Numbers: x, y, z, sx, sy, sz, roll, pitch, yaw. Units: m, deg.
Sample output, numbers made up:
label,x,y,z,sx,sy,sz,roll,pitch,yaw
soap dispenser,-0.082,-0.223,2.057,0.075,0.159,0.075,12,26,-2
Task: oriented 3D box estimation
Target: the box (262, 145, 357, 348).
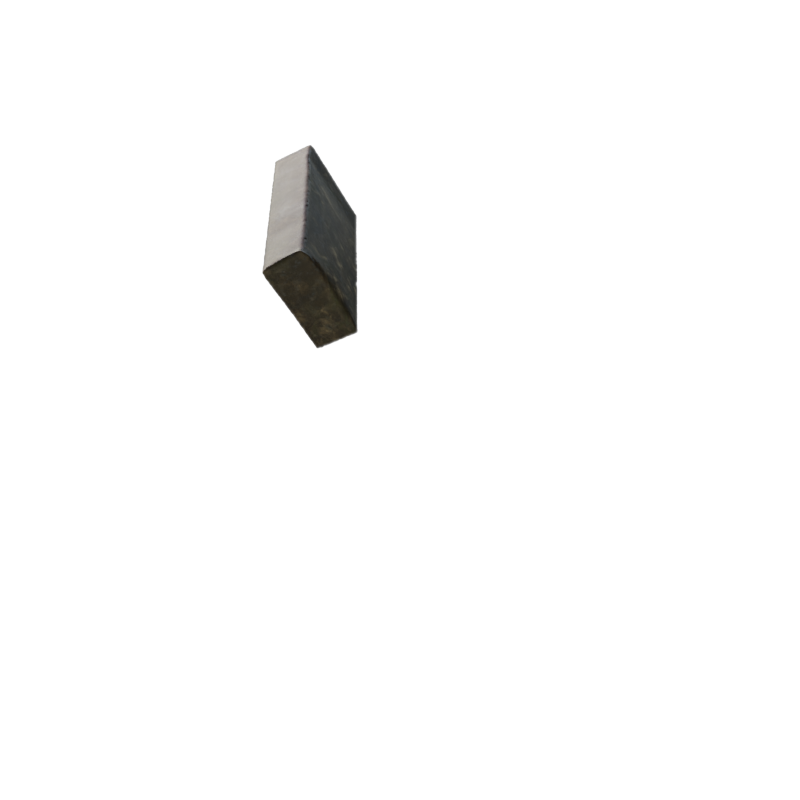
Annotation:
label,x,y,z,sx,sy,sz,roll,pitch,yaw
box,-0.076,-0.137,0.964,0.048,0.087,0.189,-25,35,15
